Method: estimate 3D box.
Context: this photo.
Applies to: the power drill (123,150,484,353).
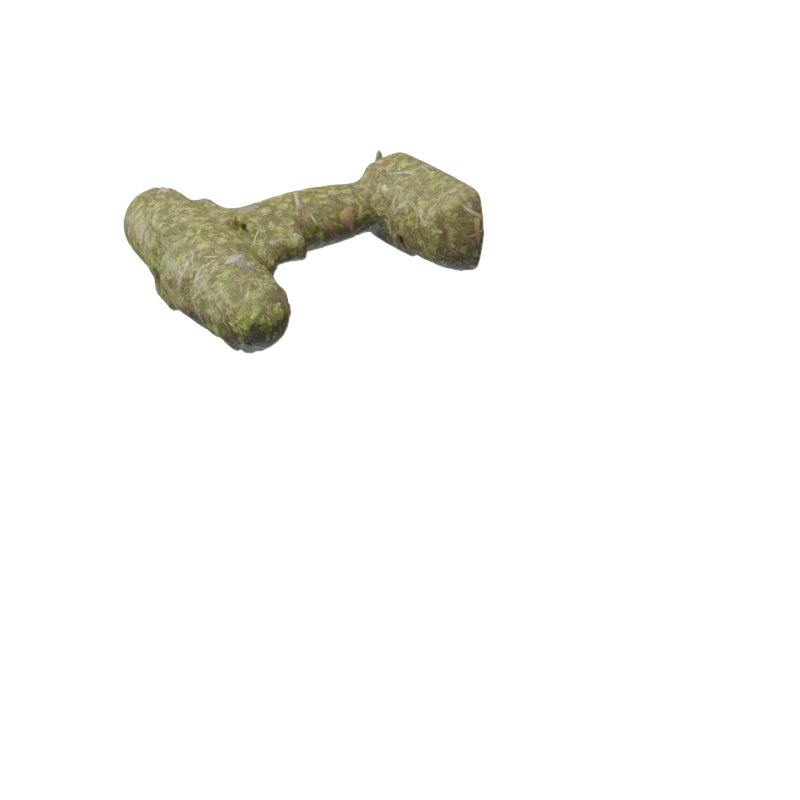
[{"bbox_3d":[-0.050,-0.091,0.635,0.184,0.054,0.198,-13,31,-24],"label":"power drill"}]
